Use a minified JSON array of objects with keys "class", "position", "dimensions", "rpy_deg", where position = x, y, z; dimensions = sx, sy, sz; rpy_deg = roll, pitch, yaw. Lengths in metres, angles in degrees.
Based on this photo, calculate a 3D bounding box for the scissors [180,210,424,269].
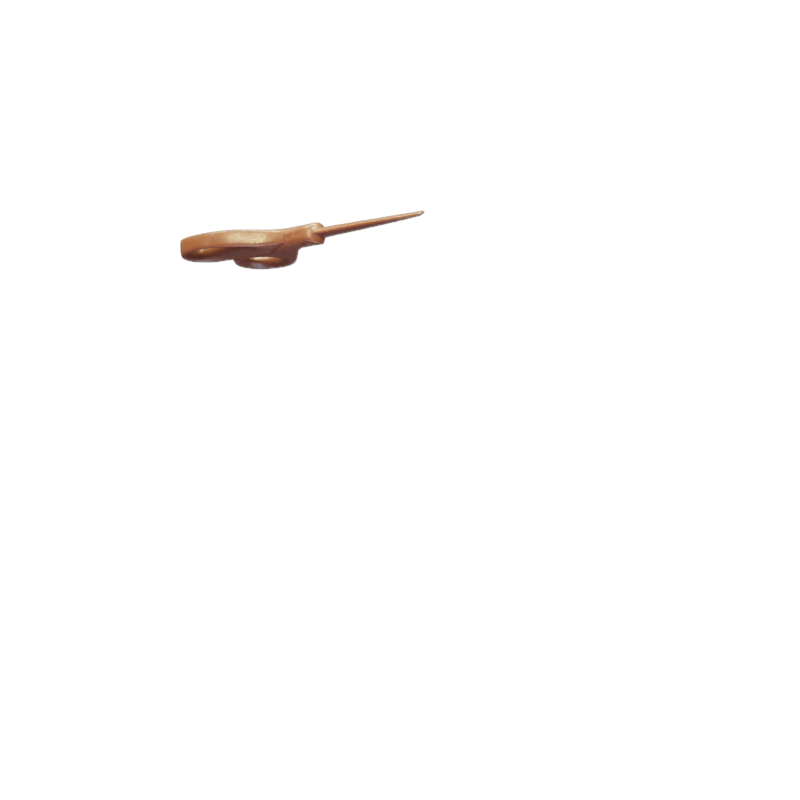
[{"class":"scissors","position":[-0.062,-0.114,0.797],"dimensions":[0.207,0.016,0.092],"rpy_deg":[-2,-5,24]}]
